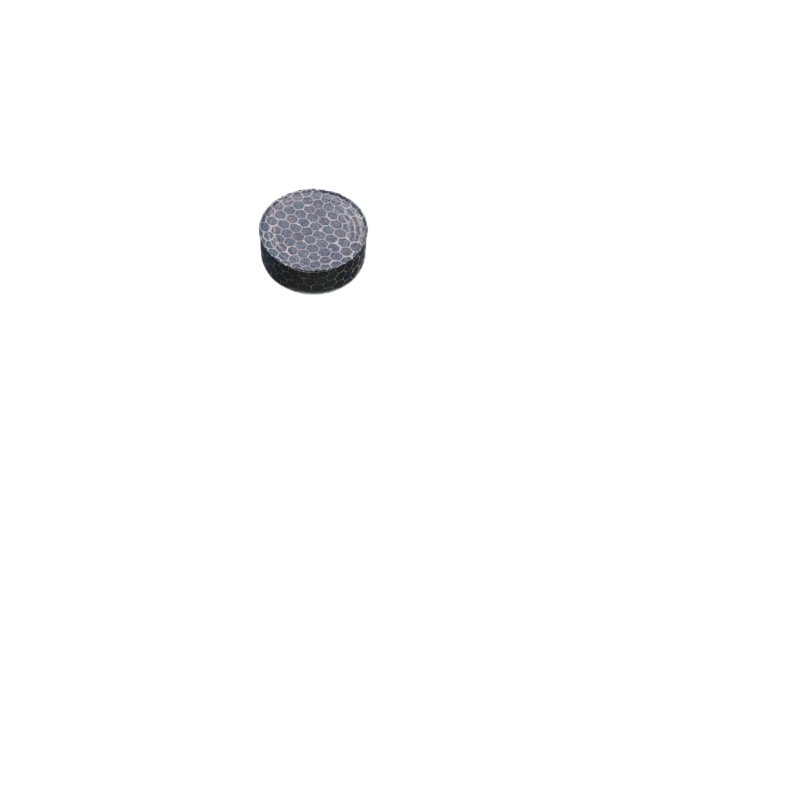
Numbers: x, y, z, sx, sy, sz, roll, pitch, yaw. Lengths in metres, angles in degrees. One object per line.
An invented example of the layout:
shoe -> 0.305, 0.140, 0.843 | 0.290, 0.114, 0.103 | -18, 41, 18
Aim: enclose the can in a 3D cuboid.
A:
can -> -0.069, -0.126, 0.883 | 0.086, 0.092, 0.031 | -1, -37, -1
